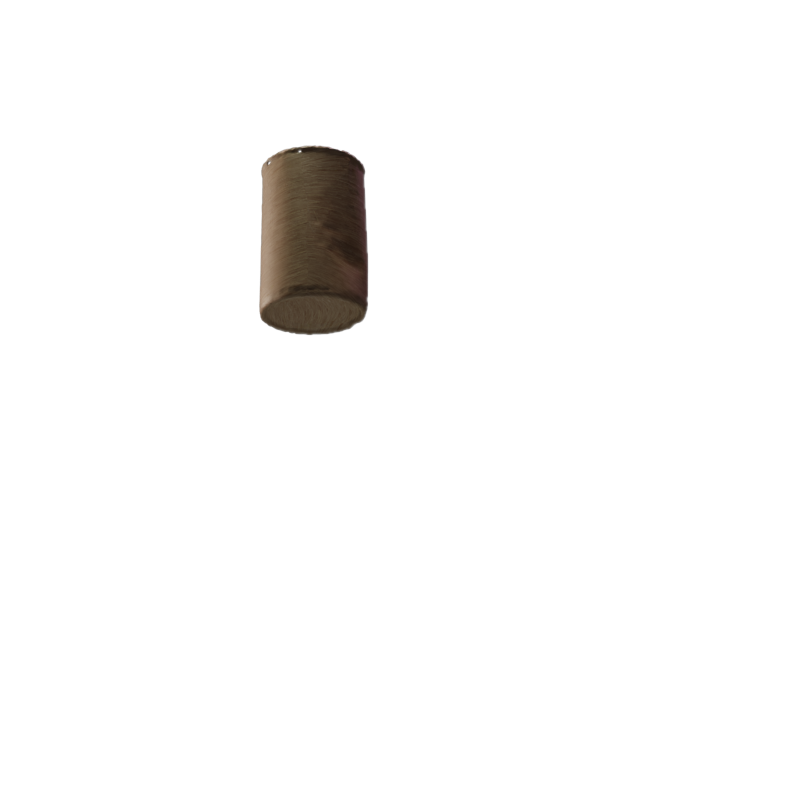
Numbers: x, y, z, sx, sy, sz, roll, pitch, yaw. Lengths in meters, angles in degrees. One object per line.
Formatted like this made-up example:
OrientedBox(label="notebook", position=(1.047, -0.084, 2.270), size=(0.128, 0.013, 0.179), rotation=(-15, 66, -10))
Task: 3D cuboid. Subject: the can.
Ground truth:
OrientedBox(label="can", position=(-0.055, -0.100, 0.701), size=(0.068, 0.108, 0.065), rotation=(0, -22, -2))
